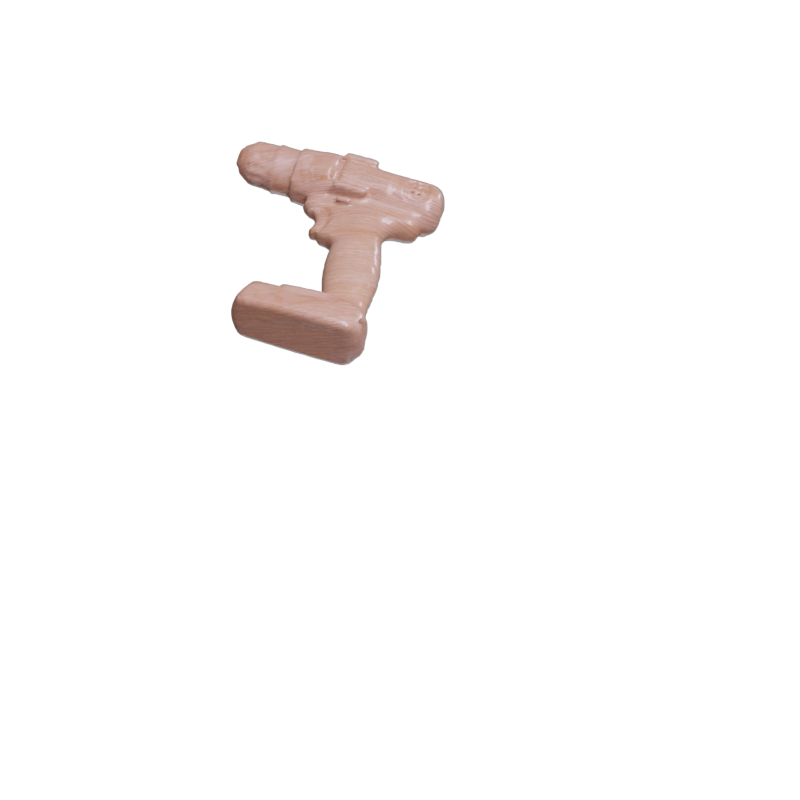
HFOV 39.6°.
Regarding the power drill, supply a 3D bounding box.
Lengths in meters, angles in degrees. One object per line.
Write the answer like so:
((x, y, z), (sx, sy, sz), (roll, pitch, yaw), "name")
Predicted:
((-0.071, -0.130, 0.911), (0.188, 0.197, 0.054), (14, -35, 10), "power drill")
